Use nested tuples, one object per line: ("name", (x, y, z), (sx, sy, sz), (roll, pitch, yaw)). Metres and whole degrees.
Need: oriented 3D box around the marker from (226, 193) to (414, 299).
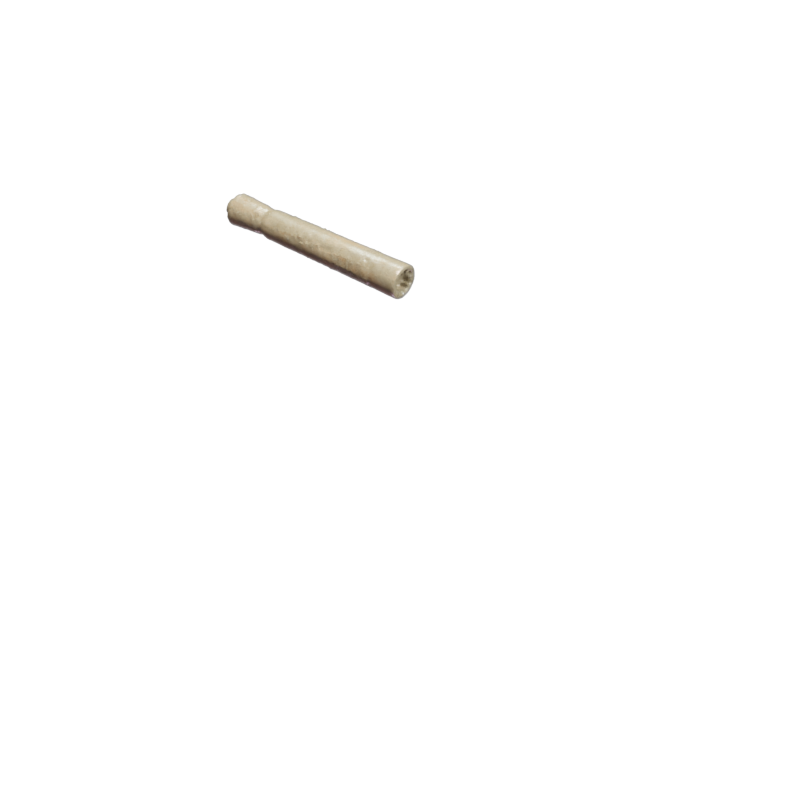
("marker", (-0.046, -0.084, 0.590), (0.128, 0.019, 0.019), (27, 18, 32))
